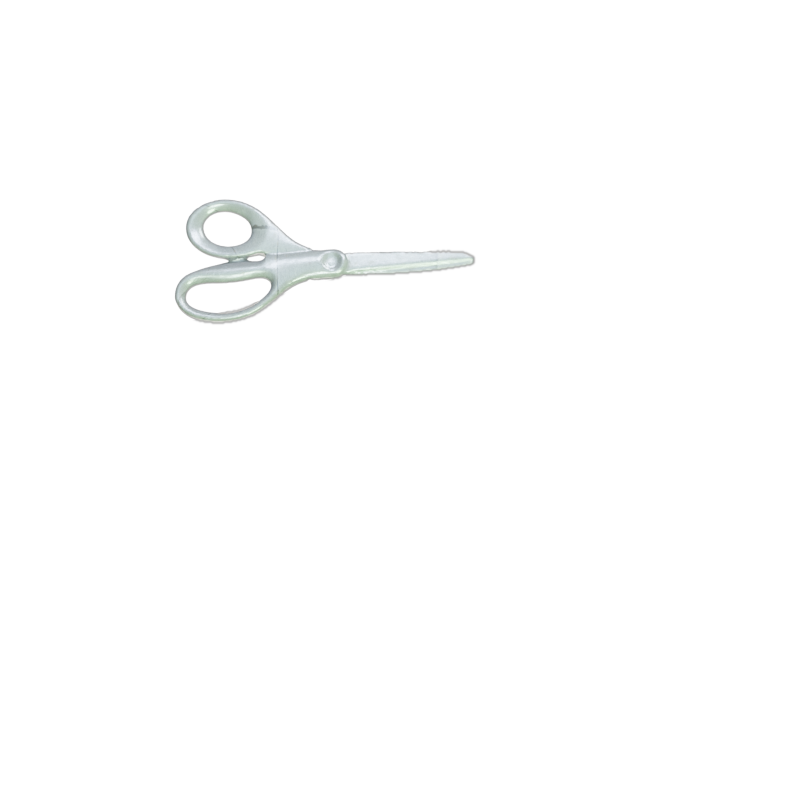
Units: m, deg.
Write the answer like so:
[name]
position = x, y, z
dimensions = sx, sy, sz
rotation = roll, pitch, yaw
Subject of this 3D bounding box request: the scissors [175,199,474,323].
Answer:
[scissors]
position = -0.060, -0.109, 0.761
dimensions = 0.201, 0.101, 0.015
rotation = -17, -19, -6
